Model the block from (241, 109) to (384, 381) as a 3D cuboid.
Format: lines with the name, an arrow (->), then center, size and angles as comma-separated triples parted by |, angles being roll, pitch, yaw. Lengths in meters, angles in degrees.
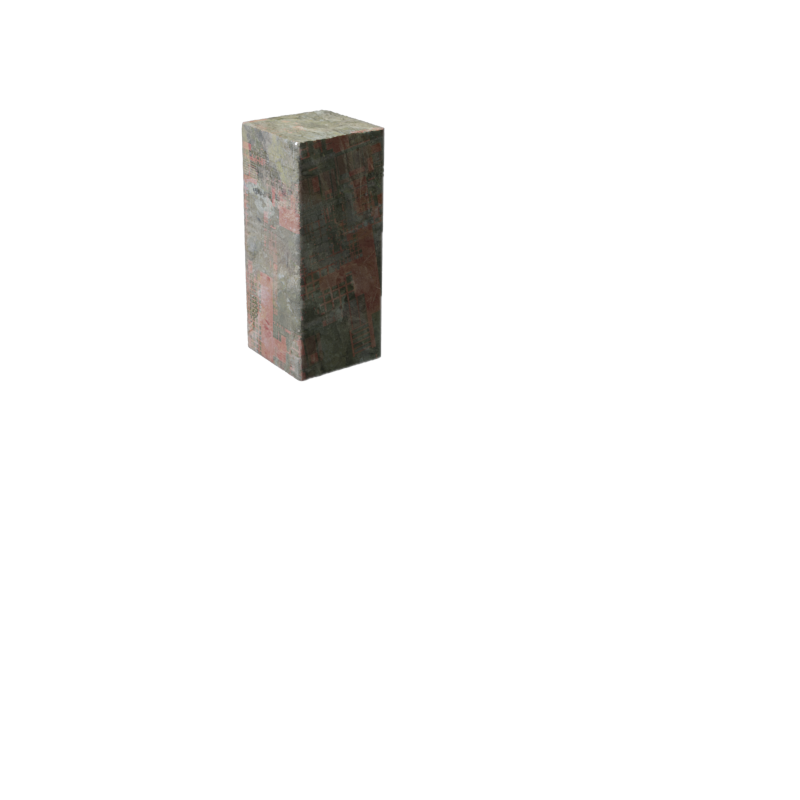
block -> -0.075, -0.136, 0.951 | 0.088, 0.197, 0.097 | -14, 26, -34
